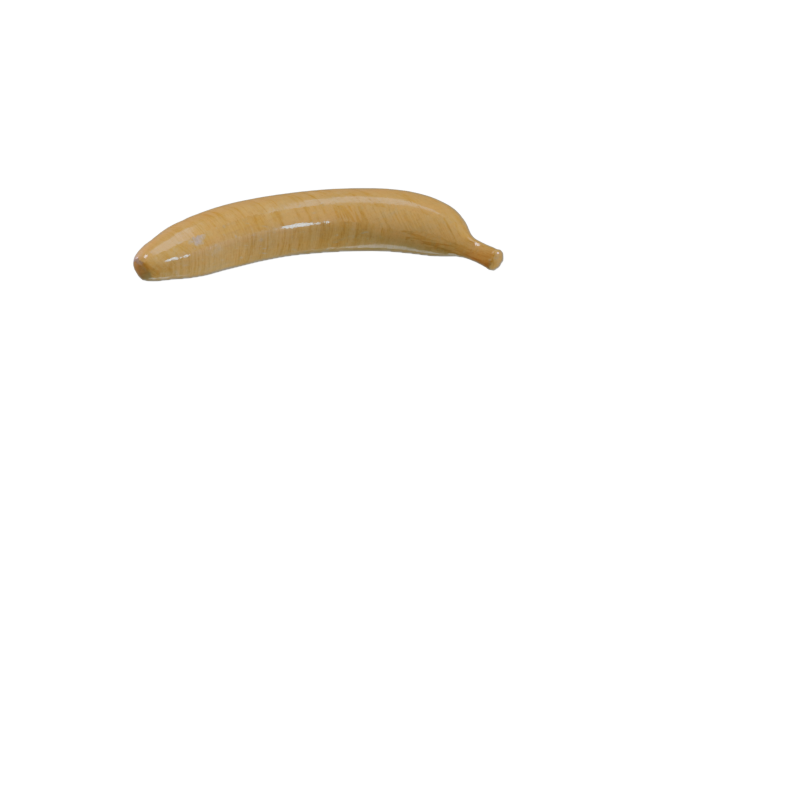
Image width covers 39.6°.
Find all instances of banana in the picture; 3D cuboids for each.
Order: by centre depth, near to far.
[{"bbox_3d":[-0.047,-0.092,0.607,0.195,0.035,0.074,-5,24,-10],"label":"banana"}]
